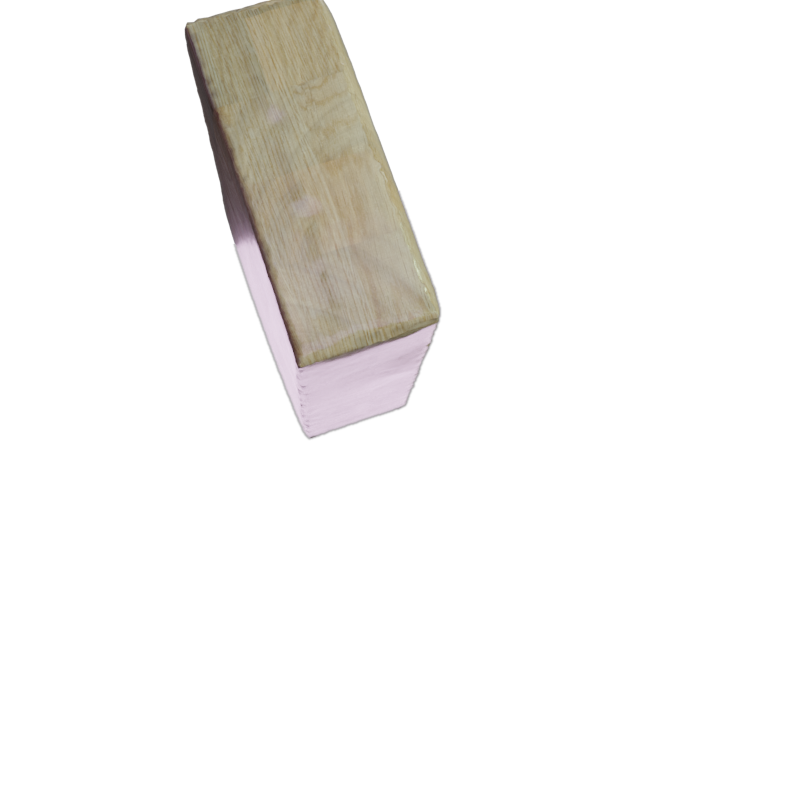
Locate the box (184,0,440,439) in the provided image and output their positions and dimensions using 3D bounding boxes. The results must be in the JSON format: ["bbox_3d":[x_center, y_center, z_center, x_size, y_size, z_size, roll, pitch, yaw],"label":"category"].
[{"bbox_3d":[-0.044,-0.081,0.564,0.071,0.171,0.207,-18,-12,-7],"label":"box"}]
